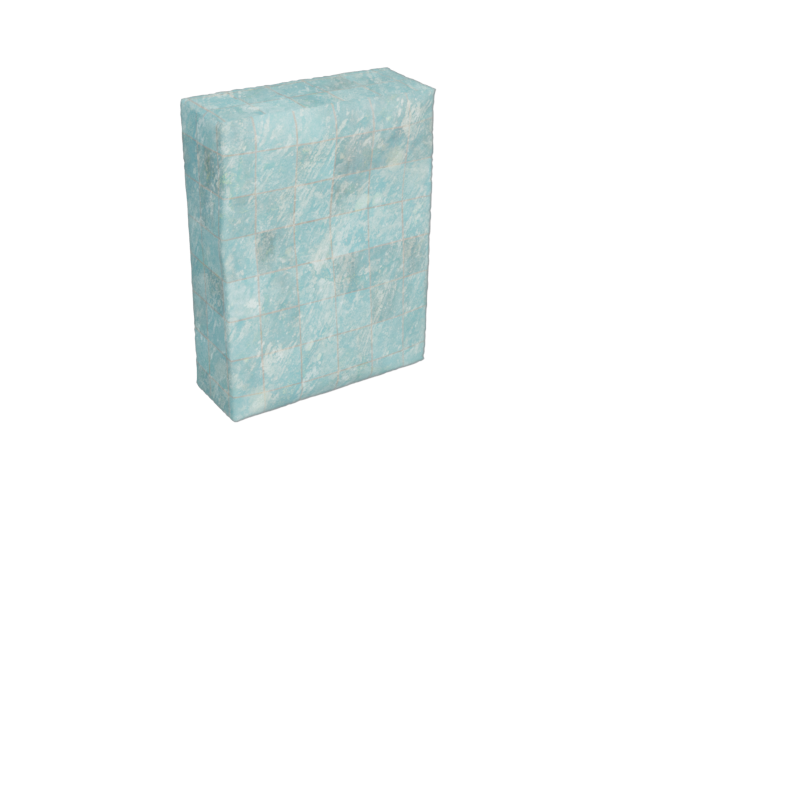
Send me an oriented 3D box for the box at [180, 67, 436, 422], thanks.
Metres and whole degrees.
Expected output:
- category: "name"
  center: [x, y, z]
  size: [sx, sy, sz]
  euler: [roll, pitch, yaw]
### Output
- category: "box"
  center: [-0.060, -0.109, 0.767]
  size: [0.161, 0.202, 0.077]
  euler: [-15, 30, -30]
